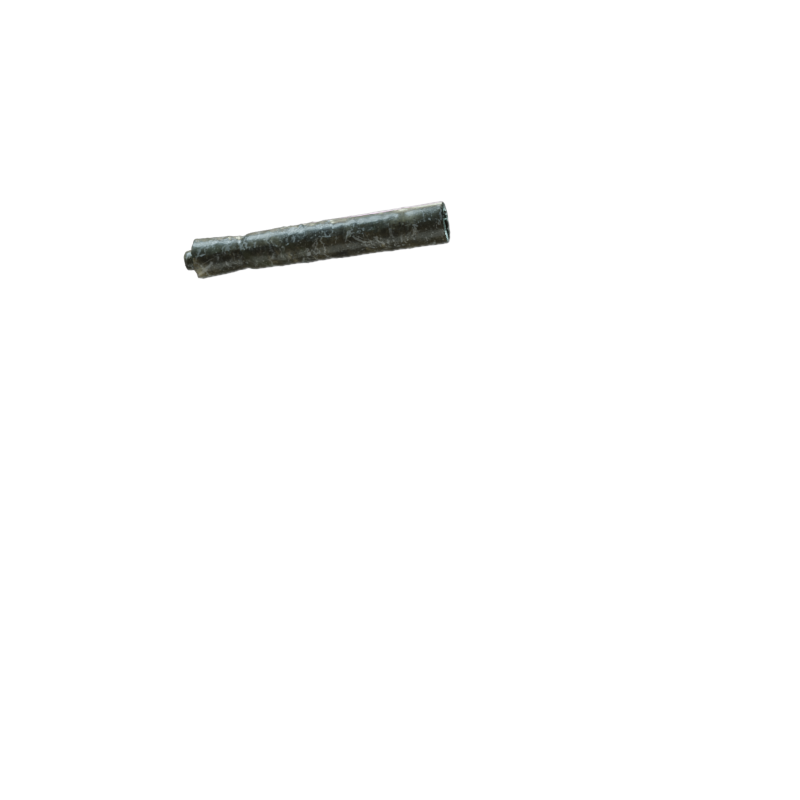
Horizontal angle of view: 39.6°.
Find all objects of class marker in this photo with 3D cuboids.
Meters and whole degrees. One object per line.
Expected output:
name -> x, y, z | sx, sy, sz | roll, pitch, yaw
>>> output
marker -> -0.039, -0.071, 0.497 | 0.122, 0.020, 0.020 | -7, 3, 13
